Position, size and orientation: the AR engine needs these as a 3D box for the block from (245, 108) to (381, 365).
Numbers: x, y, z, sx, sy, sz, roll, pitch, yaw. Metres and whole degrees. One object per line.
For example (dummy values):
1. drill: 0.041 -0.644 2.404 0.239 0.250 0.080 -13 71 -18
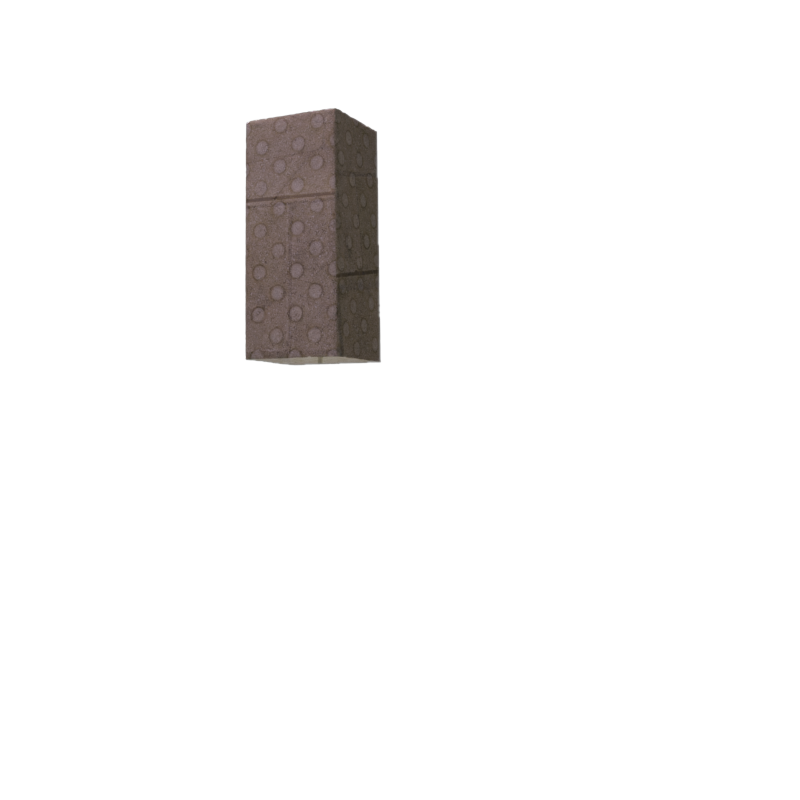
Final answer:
1. block: -0.076 -0.137 0.959 0.093 0.211 0.086 -5 -9 25
